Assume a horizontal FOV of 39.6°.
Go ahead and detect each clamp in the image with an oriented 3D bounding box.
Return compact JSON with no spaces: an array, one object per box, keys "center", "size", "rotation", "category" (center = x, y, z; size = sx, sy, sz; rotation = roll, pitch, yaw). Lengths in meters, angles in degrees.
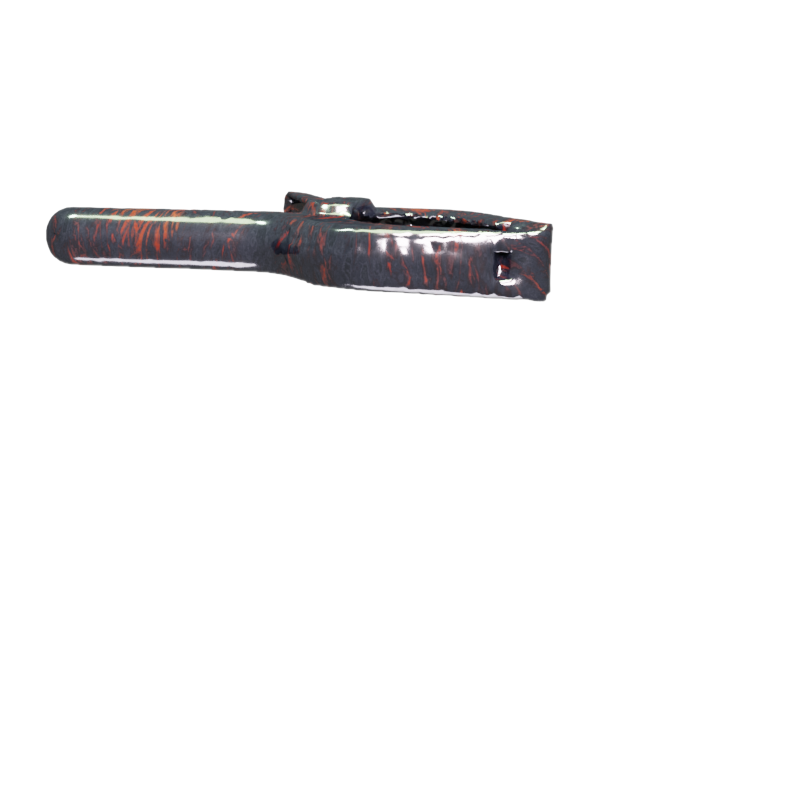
[{"center":[-0.037,-0.067,0.471],"size":[0.160,0.035,0.221],"rotation":[-14,21,-42],"category":"clamp"}]
